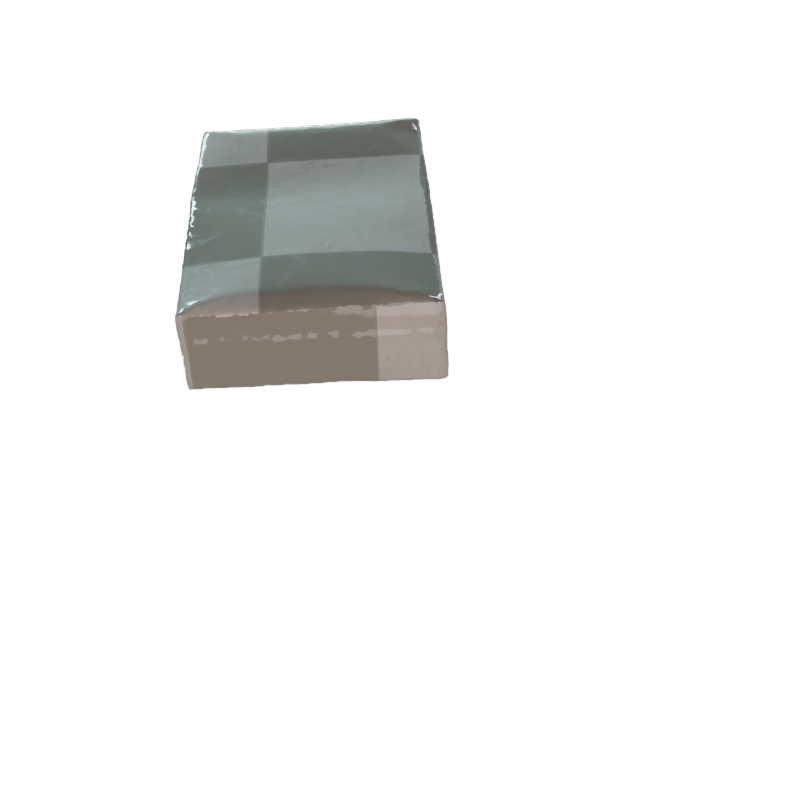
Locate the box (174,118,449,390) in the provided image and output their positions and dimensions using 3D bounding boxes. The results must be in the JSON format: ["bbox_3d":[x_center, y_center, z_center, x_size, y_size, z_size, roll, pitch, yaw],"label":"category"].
[{"bbox_3d":[-0.059,-0.107,0.749,0.164,0.067,0.229,-4,42,0],"label":"box"}]
